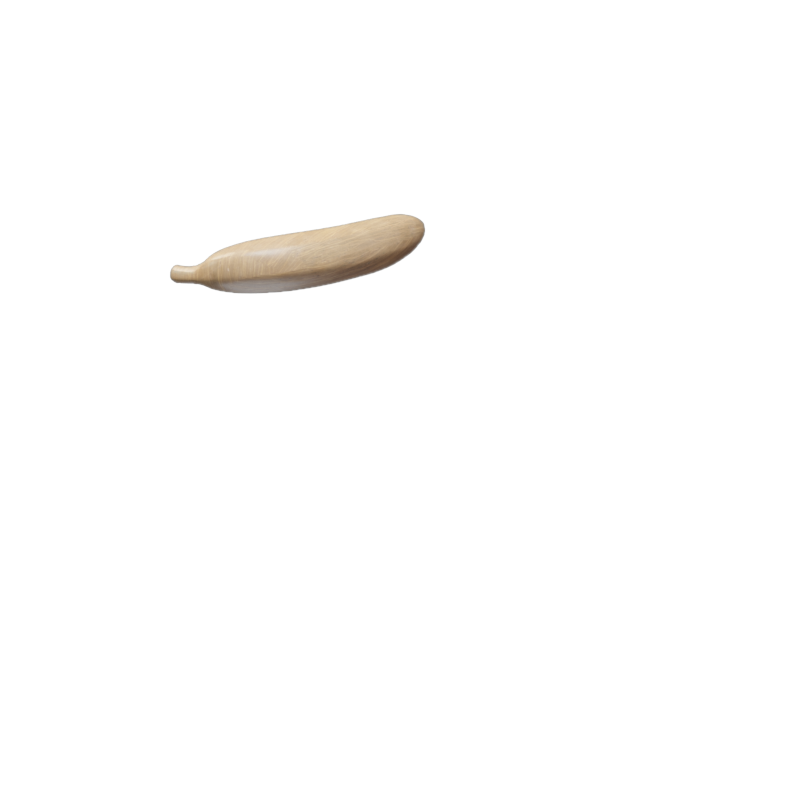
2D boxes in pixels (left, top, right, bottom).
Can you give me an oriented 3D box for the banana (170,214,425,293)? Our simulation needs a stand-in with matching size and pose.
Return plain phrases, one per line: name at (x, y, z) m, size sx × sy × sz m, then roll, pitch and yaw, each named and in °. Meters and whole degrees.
banana at (-0.055, -0.103, 0.761) m, size 0.194 × 0.035 × 0.074 m, roll -13°, pitch 27°, yaw -26°
